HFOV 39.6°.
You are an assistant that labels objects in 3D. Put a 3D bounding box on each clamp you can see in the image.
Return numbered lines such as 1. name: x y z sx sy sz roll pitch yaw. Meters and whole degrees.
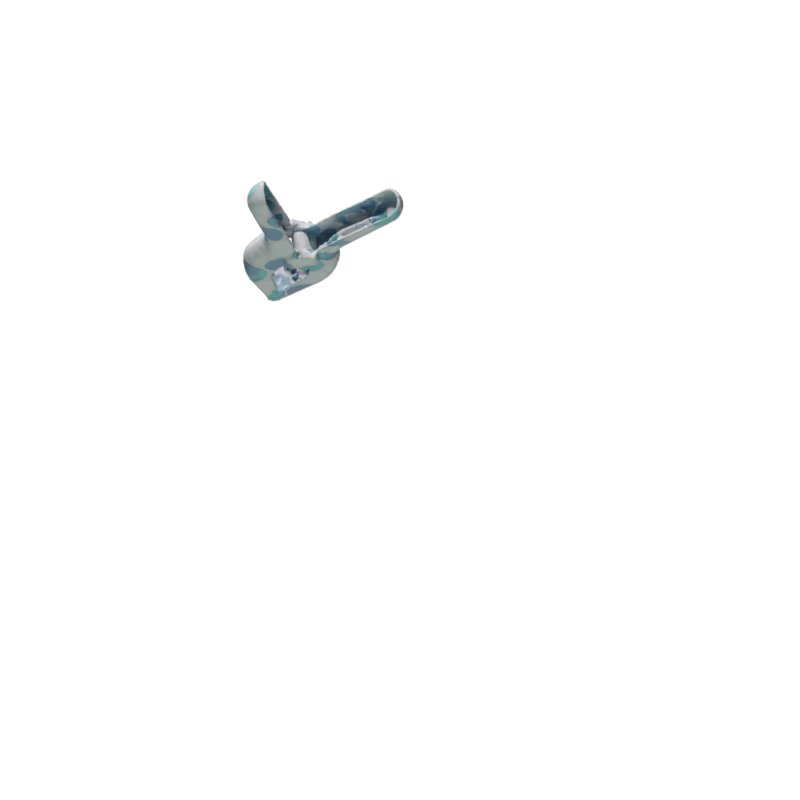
1. clamp: -0.069 -0.126 0.885 0.118 0.041 0.166 4 -18 -11
